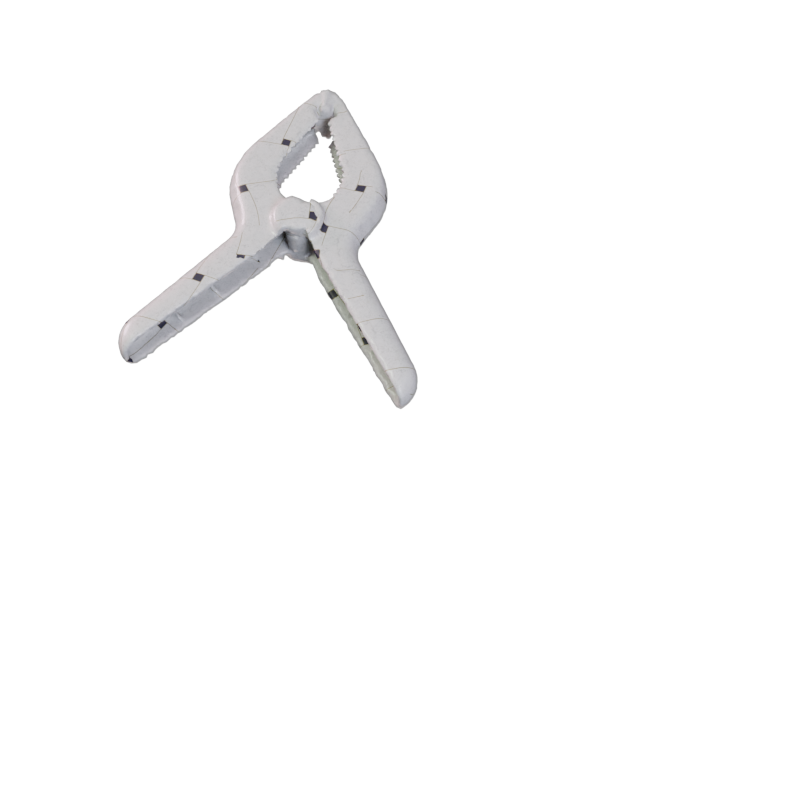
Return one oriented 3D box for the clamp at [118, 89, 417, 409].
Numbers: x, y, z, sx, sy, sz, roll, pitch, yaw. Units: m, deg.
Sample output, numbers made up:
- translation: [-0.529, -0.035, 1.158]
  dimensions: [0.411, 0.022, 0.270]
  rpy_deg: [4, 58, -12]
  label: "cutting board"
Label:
- translation: [-0.051, -0.092, 0.648]
  dimensions: [0.167, 0.220, 0.034]
  rpy_deg: [14, -31, 8]
  label: "clamp"
